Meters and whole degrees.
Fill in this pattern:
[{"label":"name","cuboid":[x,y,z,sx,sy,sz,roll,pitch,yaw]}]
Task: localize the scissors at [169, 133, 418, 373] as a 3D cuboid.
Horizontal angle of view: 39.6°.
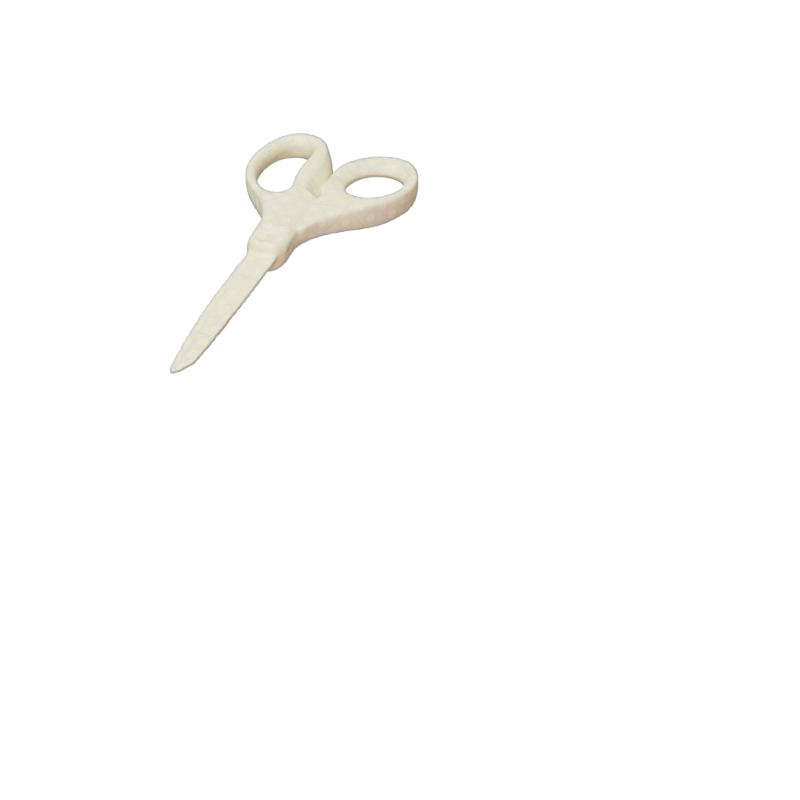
[{"label":"scissors","cuboid":[-0.040,-0.073,0.508,0.096,0.015,0.215,1,37,1]}]
